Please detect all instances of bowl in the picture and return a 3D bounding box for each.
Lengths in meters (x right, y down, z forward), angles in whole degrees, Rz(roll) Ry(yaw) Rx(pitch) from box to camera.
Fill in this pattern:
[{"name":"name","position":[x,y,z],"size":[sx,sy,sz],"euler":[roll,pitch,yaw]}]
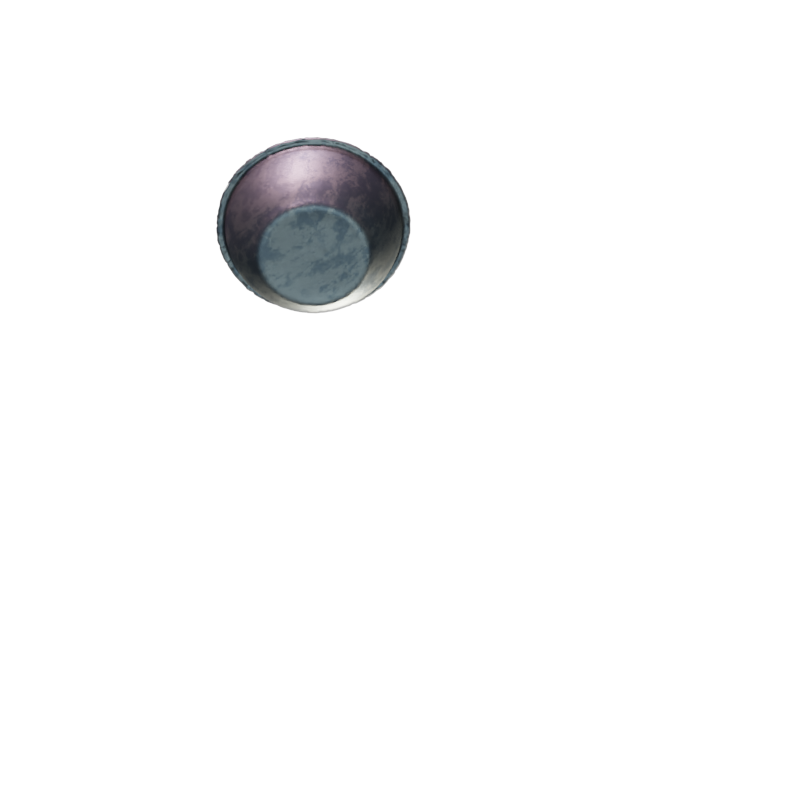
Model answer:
[{"name":"bowl","position":[-0.070,-0.128,0.899],"size":[0.162,0.153,0.058],"euler":[1,29,-1]}]
